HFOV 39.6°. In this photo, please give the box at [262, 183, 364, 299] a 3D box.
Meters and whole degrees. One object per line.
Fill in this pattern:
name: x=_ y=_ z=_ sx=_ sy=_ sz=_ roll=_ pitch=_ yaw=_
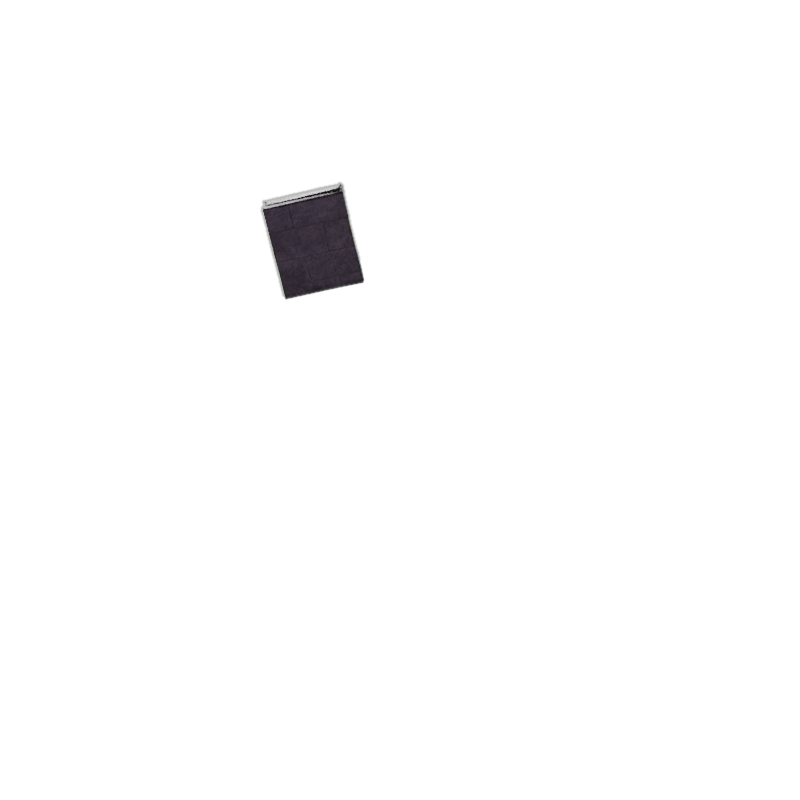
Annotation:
box: x=-0.077 y=-0.141 z=0.984 sx=0.073 sy=0.085 sz=0.031 roll=-12 pitch=17 yaw=3
